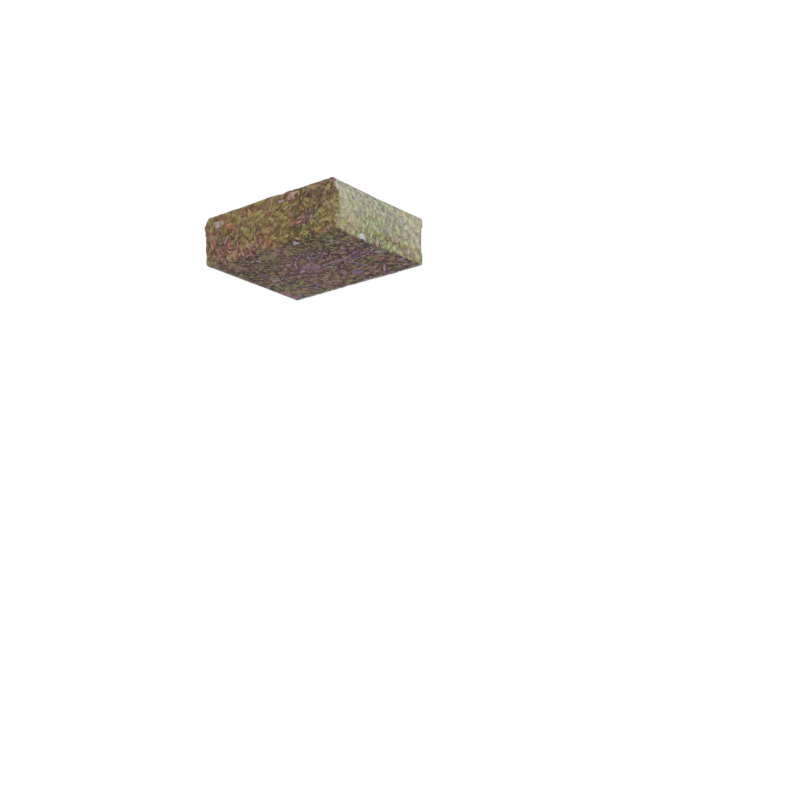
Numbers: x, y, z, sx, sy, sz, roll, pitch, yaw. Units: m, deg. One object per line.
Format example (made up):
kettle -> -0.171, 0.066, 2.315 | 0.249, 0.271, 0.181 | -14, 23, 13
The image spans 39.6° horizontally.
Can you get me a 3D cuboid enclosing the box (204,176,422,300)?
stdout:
box -> -0.045, -0.082, 0.572 | 0.091, 0.031, 0.069 | -11, -18, 37
